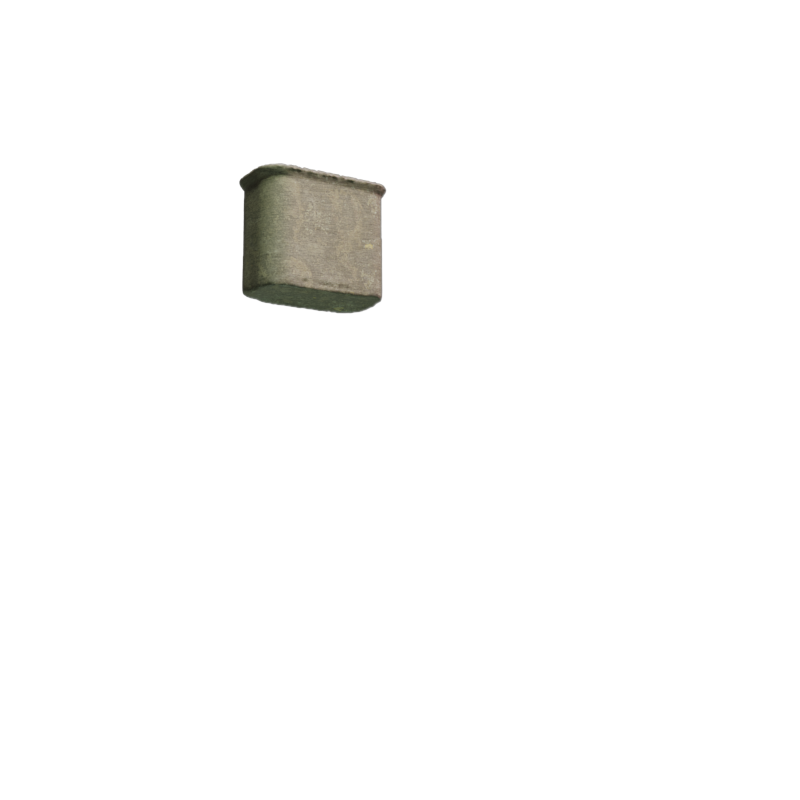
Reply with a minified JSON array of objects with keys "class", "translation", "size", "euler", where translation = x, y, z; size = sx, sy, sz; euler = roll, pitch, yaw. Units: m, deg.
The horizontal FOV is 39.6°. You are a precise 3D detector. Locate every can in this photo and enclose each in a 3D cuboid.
[{"class":"can","translation":[-0.060,-0.109,0.767],"size":[0.098,0.087,0.058],"euler":[7,-16,-31]}]
